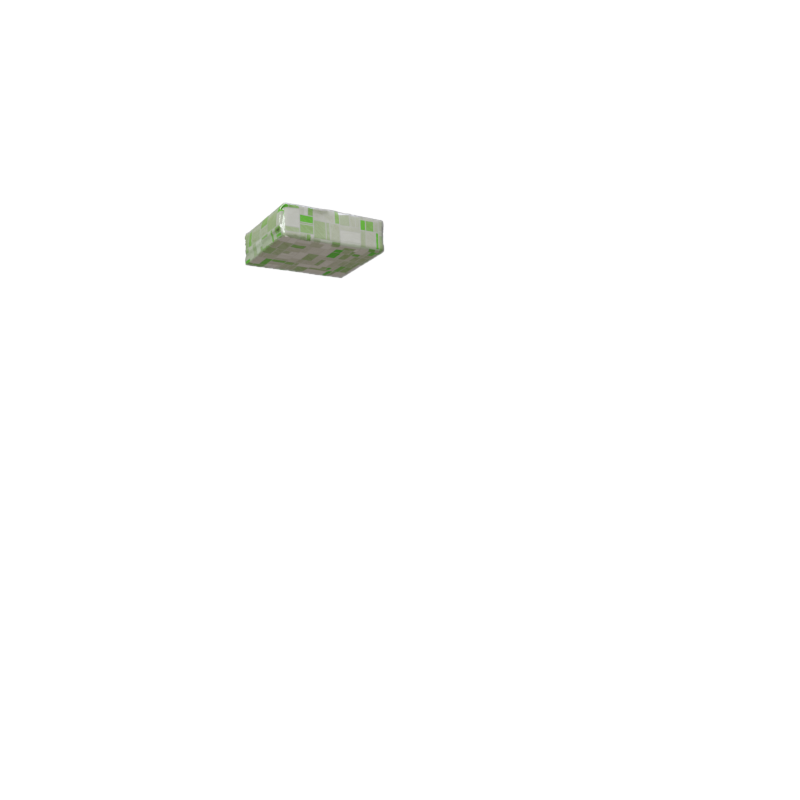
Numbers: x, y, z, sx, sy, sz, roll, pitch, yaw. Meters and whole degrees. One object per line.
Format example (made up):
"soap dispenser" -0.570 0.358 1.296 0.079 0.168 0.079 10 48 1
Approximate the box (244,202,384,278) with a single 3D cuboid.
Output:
"box" -0.068 -0.124 0.869 0.086 0.031 0.073 7 -16 -26
